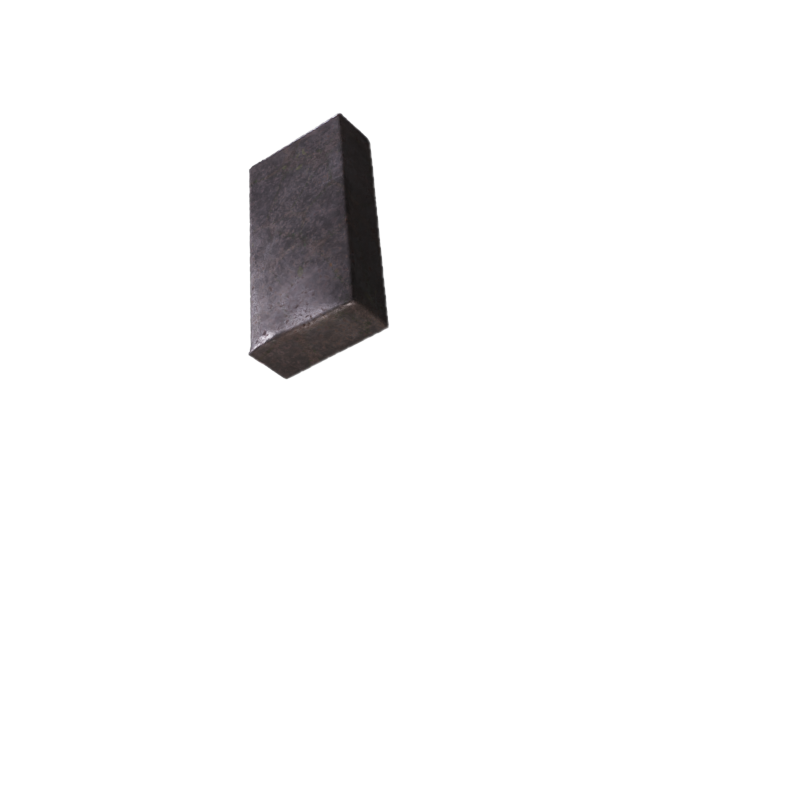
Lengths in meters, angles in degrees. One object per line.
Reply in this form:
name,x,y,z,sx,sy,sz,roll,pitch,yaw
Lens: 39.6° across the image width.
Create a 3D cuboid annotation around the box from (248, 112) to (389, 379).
box,-0.061,-0.112,0.783,0.093,0.189,0.045,-26,-44,27
